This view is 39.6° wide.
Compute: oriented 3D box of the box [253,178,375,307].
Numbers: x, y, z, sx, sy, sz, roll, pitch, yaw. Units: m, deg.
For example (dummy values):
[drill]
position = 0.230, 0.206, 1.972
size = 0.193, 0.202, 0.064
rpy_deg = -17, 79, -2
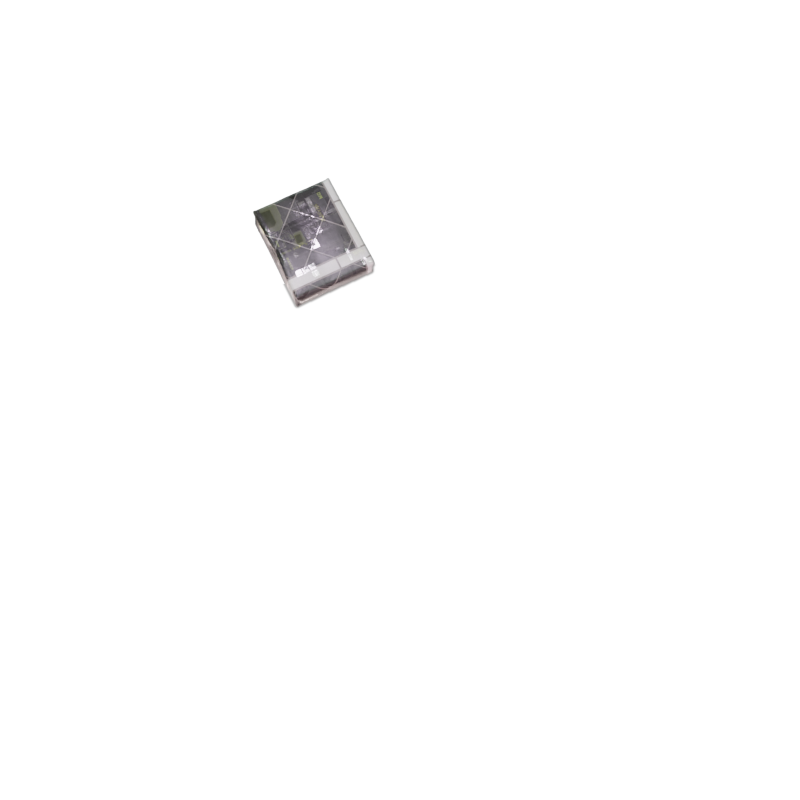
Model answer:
[box]
position = -0.074, -0.134, 0.939
size = 0.073, 0.094, 0.029
rpy_deg = -25, -17, -9
